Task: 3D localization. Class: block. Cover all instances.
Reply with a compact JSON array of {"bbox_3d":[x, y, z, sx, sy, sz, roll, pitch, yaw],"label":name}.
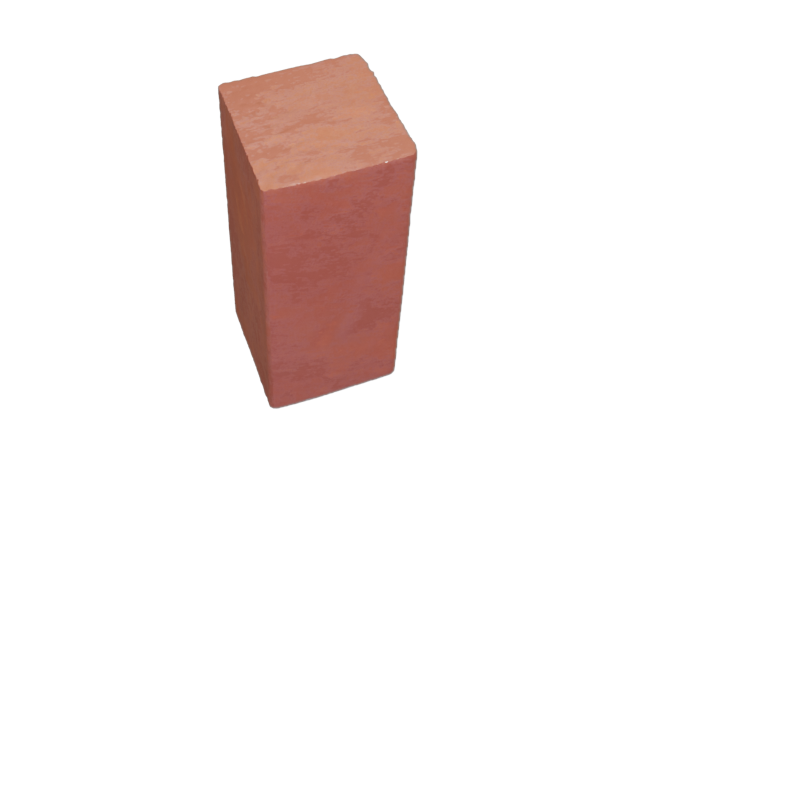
[{"bbox_3d":[-0.053,-0.097,0.681,0.089,0.098,0.192,-15,-34,-15],"label":"block"}]
